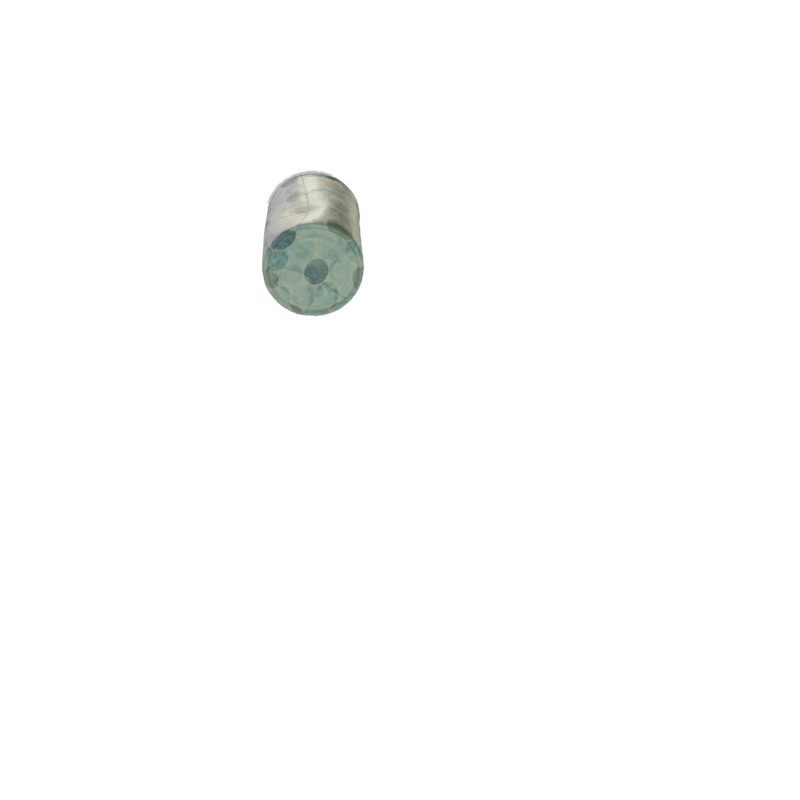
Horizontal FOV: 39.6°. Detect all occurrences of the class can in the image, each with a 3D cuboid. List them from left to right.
[{"bbox_3d":[-0.059,-0.108,0.760,0.068,0.065,0.108,0,27,-3],"label":"can"}]
